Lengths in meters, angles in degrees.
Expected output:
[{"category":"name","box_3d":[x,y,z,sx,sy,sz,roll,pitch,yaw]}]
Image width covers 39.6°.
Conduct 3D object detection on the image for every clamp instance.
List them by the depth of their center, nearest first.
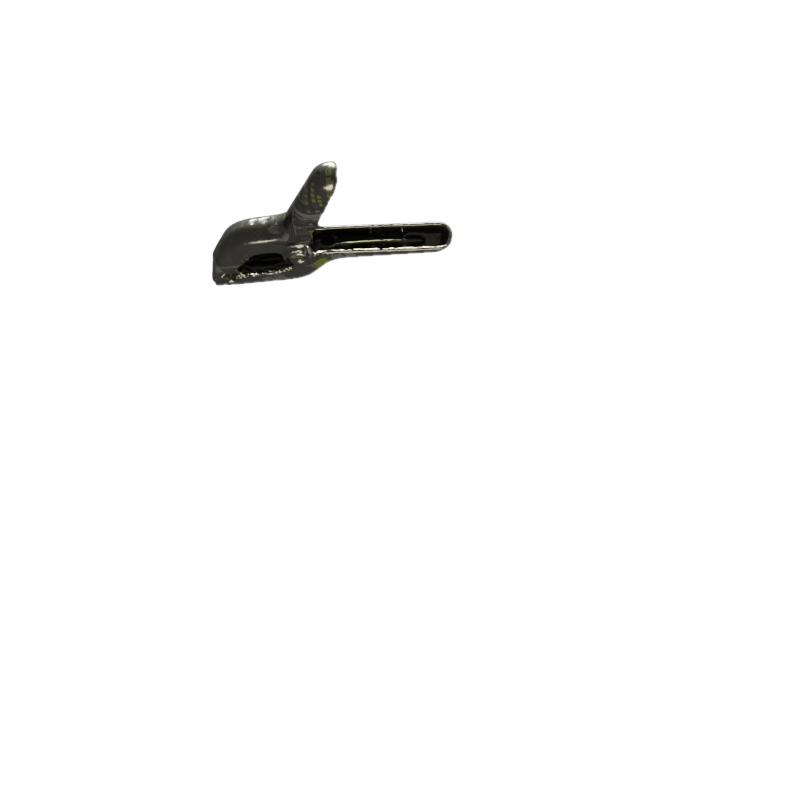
[{"category":"clamp","box_3d":[-0.073,-0.133,0.934,0.212,0.038,0.155,-17,-24,42]}]
